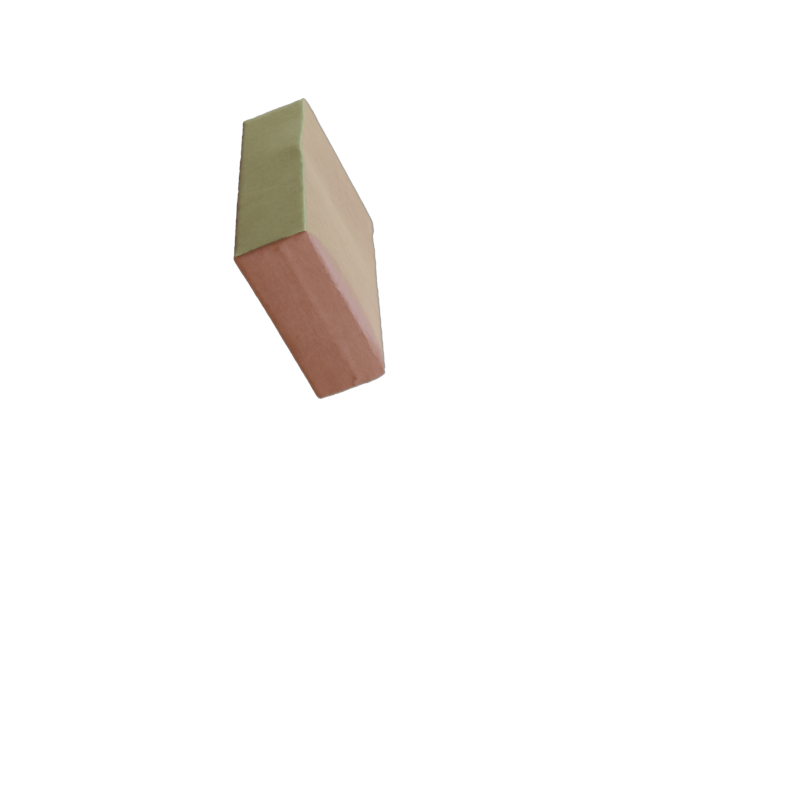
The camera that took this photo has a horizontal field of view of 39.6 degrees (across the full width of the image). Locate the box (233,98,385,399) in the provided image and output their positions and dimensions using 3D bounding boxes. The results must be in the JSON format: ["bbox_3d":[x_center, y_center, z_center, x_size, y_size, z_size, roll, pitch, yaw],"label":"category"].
[{"bbox_3d":[-0.075,-0.136,0.953,0.072,0.152,0.229,-20,38,13],"label":"box"}]
